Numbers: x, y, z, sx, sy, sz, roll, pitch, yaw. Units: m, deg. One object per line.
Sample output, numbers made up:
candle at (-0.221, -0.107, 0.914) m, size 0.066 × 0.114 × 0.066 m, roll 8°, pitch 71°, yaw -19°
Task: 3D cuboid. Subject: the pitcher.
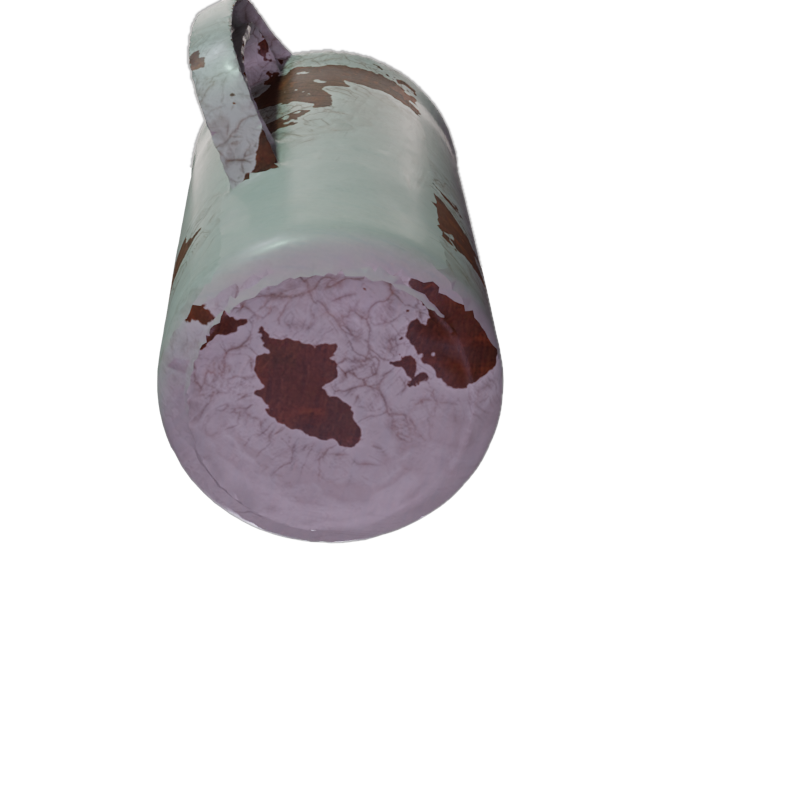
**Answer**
pitcher at (-0.035, -0.063, 0.444) m, size 0.147 × 0.140 × 0.256 m, roll 18°, pitch 23°, yaw -11°
